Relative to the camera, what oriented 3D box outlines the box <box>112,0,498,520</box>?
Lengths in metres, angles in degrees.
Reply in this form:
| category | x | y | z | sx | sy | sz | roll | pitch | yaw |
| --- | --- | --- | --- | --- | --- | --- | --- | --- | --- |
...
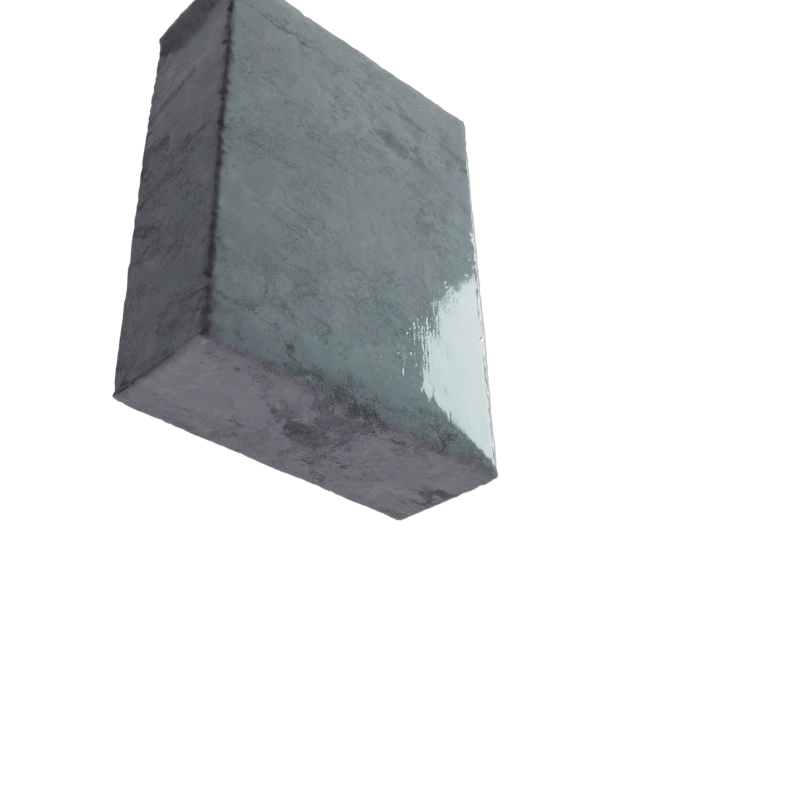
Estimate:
| category | x | y | z | sx | sy | sz | roll | pitch | yaw |
| --- | --- | --- | --- | --- | --- | --- | --- | --- | --- |
| box | -0.040 | -0.074 | 0.516 | 0.154 | 0.229 | 0.071 | 26 | -44 | -34 |
